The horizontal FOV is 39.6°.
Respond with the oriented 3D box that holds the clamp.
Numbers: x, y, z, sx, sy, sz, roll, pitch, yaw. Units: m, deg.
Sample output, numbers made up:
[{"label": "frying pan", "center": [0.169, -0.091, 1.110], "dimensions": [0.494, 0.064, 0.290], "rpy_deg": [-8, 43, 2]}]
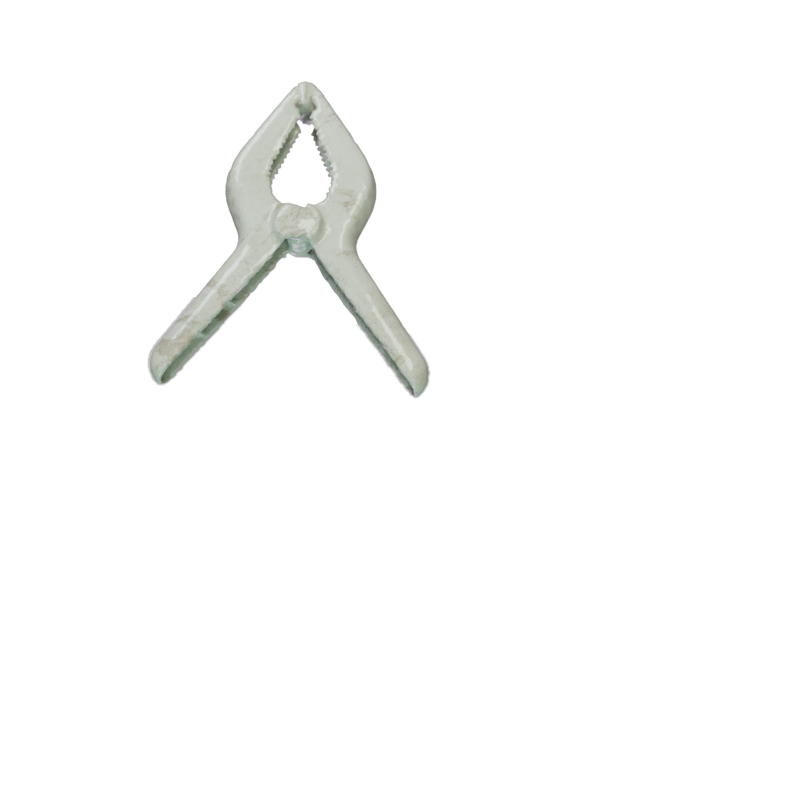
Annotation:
[{"label": "clamp", "center": [-0.054, -0.098, 0.688], "dimensions": [0.165, 0.219, 0.035], "rpy_deg": [8, -21, 3]}]
